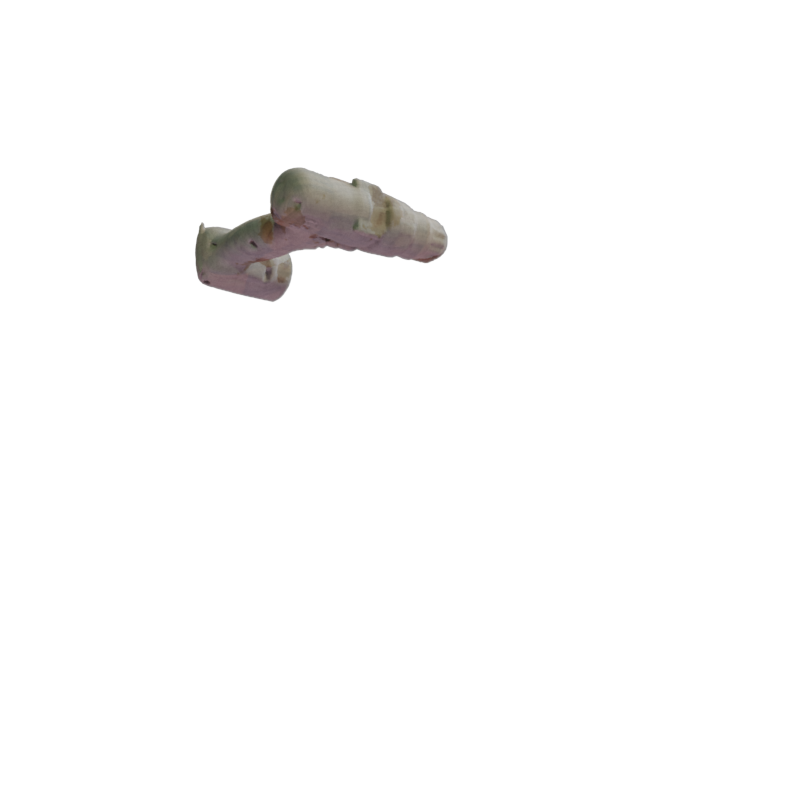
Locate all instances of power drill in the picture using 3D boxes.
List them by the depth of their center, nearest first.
[{"bbox_3d":[-0.077,-0.140,0.980,0.174,0.060,0.189,16,-24,-41],"label":"power drill"}]
